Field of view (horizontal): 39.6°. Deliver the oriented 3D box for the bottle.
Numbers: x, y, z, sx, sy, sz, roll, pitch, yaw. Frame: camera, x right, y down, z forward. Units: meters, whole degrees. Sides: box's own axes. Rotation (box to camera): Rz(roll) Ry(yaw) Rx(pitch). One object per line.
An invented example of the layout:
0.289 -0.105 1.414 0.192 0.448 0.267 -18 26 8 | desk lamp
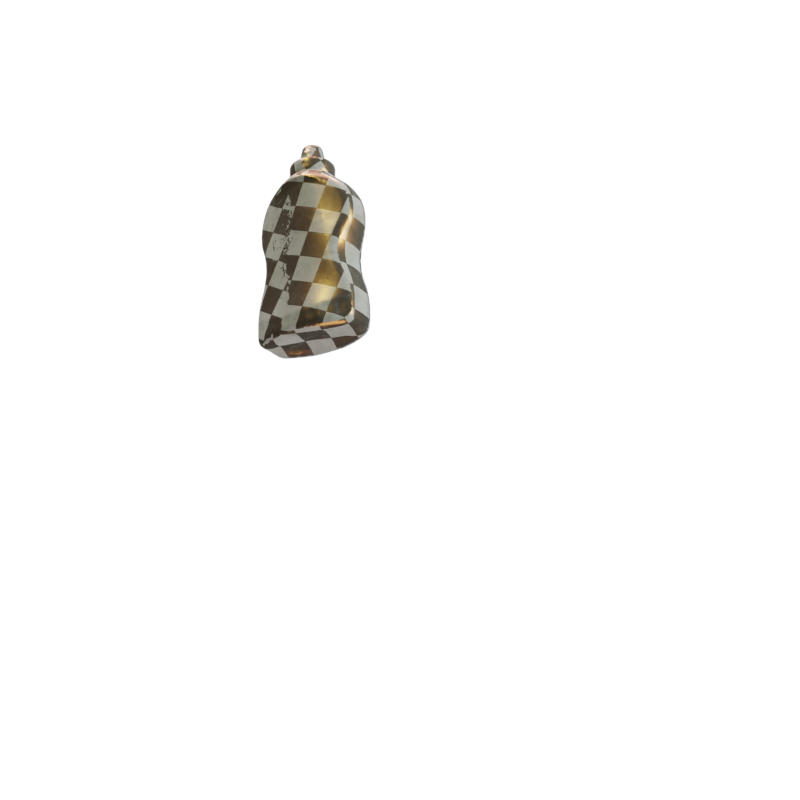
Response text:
-0.075 -0.137 0.959 0.097 0.204 0.054 -19 -32 29 | bottle
